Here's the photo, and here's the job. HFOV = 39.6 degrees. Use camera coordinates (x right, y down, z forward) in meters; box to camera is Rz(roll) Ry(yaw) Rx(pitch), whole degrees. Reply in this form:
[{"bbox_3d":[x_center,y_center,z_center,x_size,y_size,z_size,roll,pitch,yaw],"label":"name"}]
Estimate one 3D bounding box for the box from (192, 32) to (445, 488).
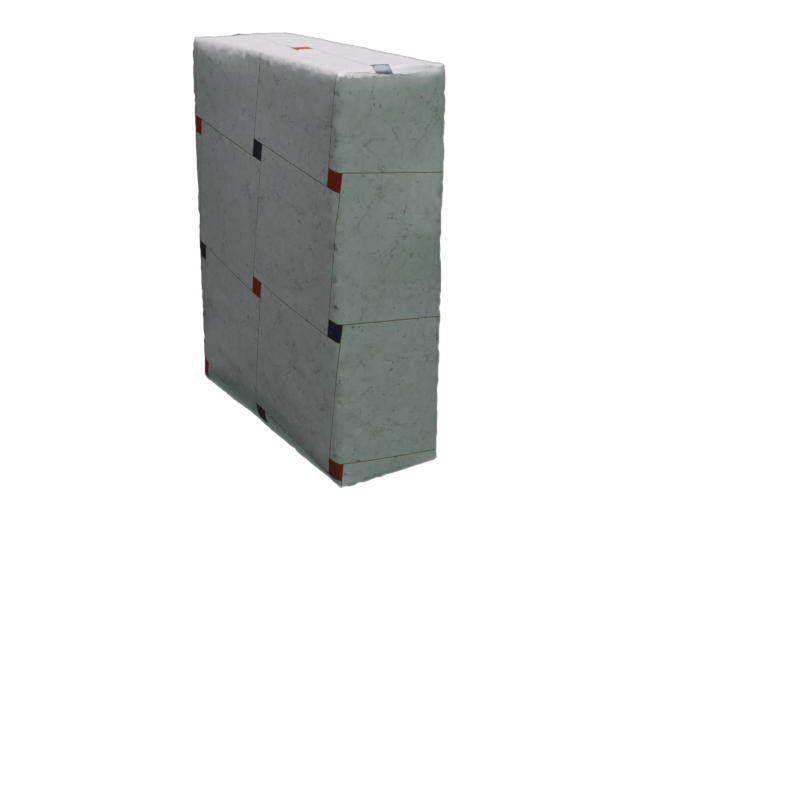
[{"bbox_3d":[-0.048,-0.087,0.611,0.070,0.205,0.175,-10,23,-31],"label":"box"}]
